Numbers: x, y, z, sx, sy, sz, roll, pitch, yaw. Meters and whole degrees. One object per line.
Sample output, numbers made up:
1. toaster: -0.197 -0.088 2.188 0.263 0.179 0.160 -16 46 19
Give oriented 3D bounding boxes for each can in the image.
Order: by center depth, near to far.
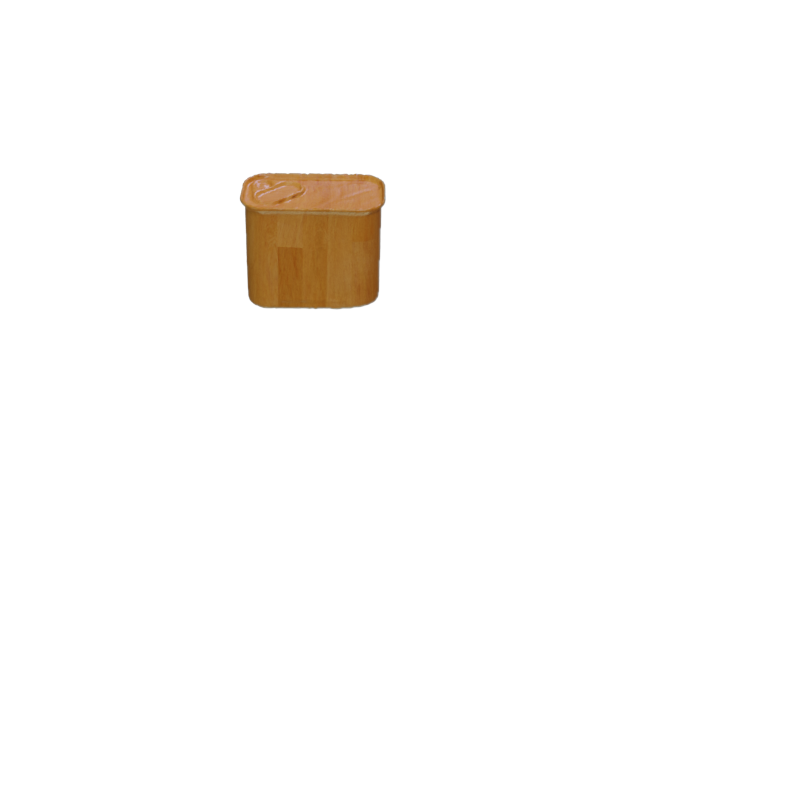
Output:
1. can: -0.063 -0.114 0.800 0.102 0.079 0.061 1 32 0
